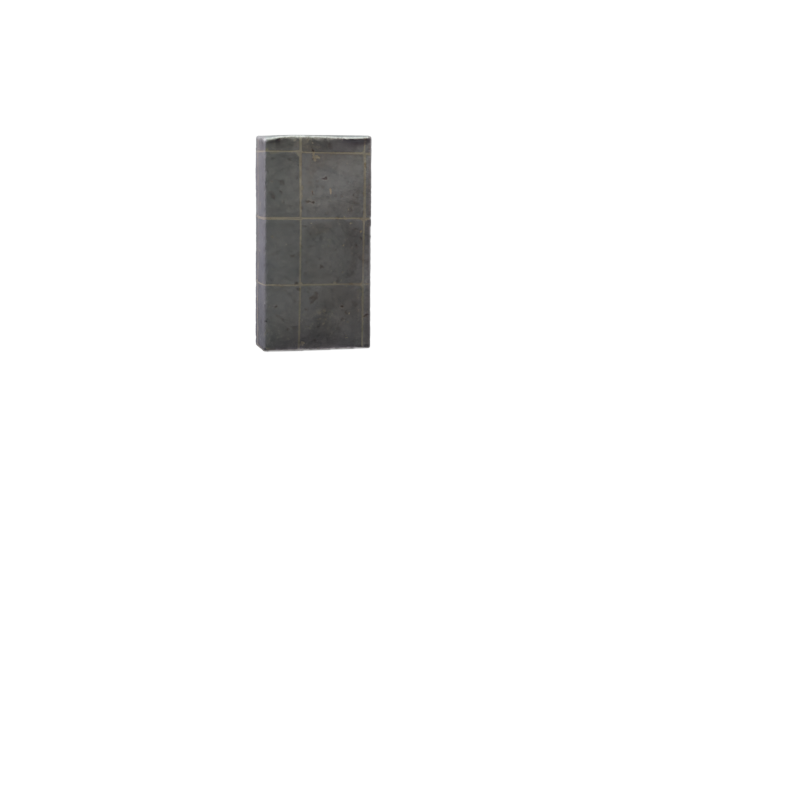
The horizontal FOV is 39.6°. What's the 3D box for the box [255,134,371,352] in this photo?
[{"bbox_3d":[-0.072,-0.131,0.918,0.092,0.173,0.050,-2,7,-14],"label":"box"}]
